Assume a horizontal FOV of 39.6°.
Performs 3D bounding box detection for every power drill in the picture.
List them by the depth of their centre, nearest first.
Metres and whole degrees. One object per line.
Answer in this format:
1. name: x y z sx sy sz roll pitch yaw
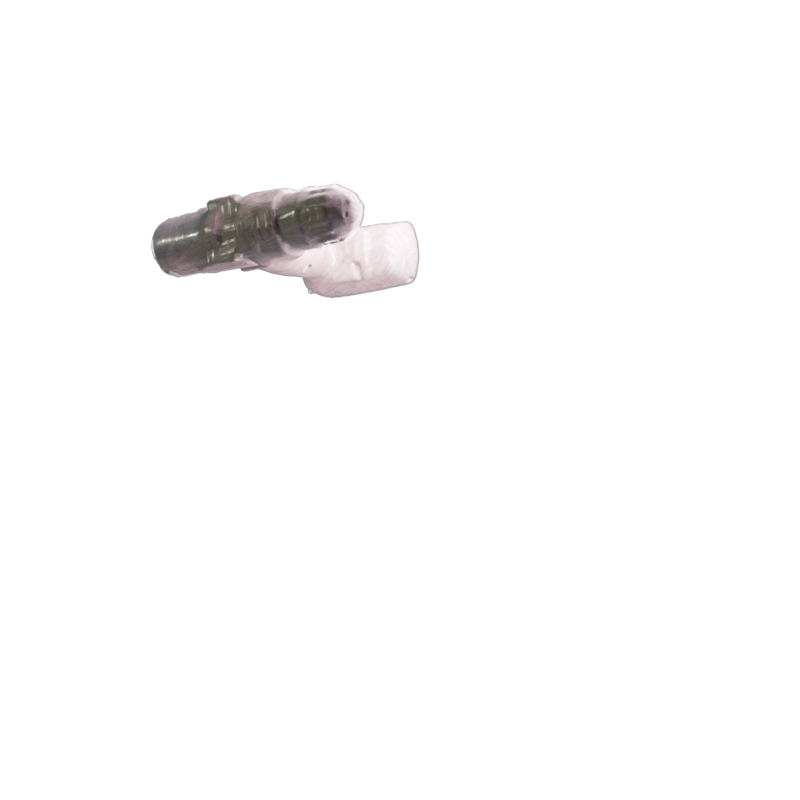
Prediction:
1. power drill: -0.066 -0.120 0.843 0.190 0.059 0.178 -3 -5 36
